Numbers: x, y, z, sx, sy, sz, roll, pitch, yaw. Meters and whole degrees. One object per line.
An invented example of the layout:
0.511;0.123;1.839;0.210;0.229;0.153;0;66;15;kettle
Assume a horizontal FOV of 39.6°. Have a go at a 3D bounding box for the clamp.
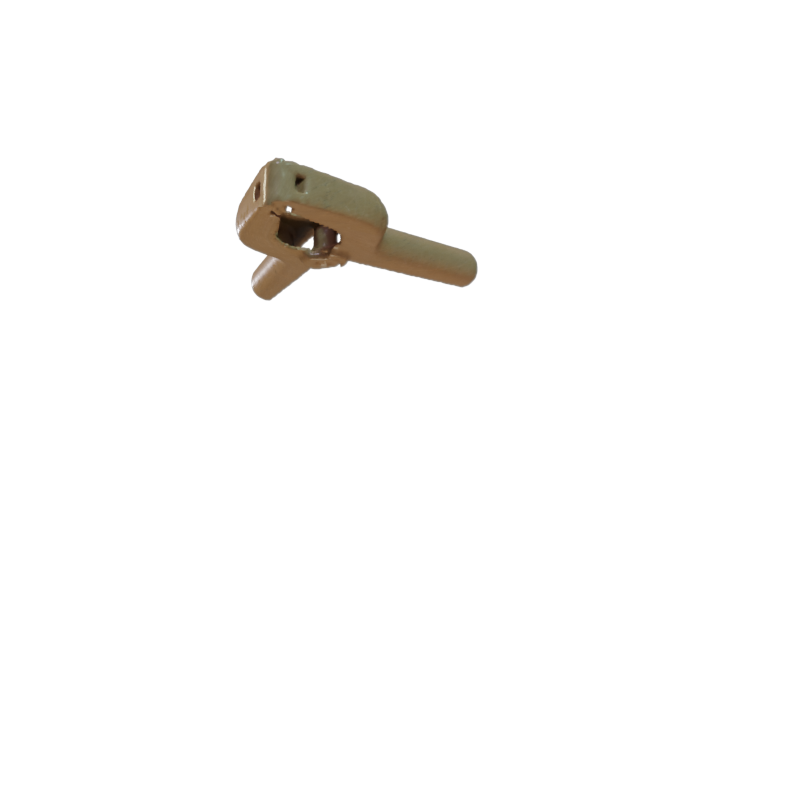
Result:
-0.056;-0.103;0.719;0.168;0.038;0.198;-5;-12;22;clamp
